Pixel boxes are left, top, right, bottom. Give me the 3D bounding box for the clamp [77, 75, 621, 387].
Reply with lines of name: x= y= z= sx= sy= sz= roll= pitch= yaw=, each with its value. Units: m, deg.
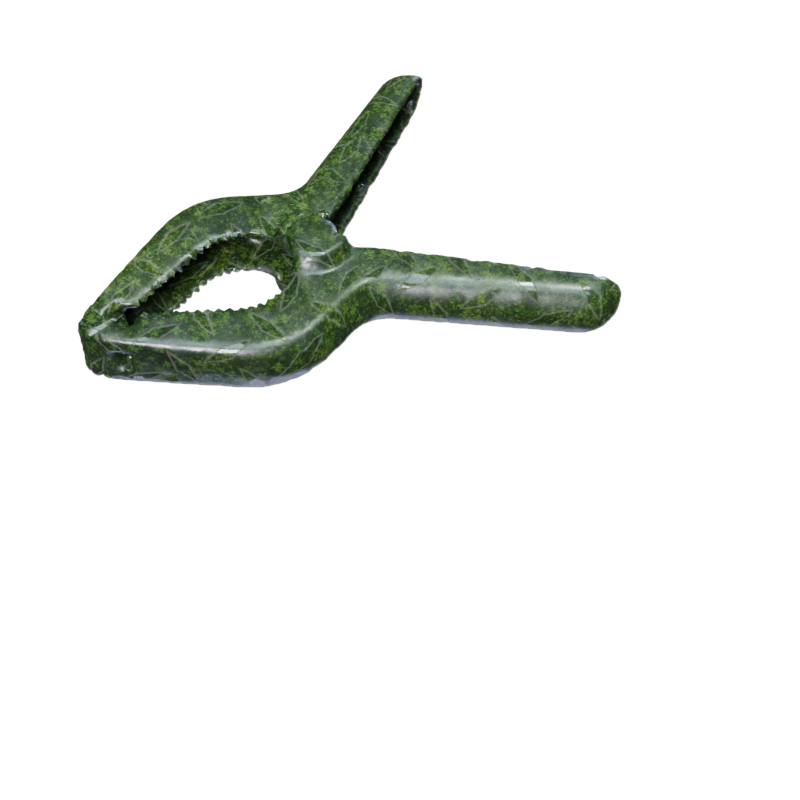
clamp: x=-0.037 y=-0.067 z=0.473 sx=0.208 sy=0.178 sz=0.034 roll=-18 pitch=-38 yaw=-15
